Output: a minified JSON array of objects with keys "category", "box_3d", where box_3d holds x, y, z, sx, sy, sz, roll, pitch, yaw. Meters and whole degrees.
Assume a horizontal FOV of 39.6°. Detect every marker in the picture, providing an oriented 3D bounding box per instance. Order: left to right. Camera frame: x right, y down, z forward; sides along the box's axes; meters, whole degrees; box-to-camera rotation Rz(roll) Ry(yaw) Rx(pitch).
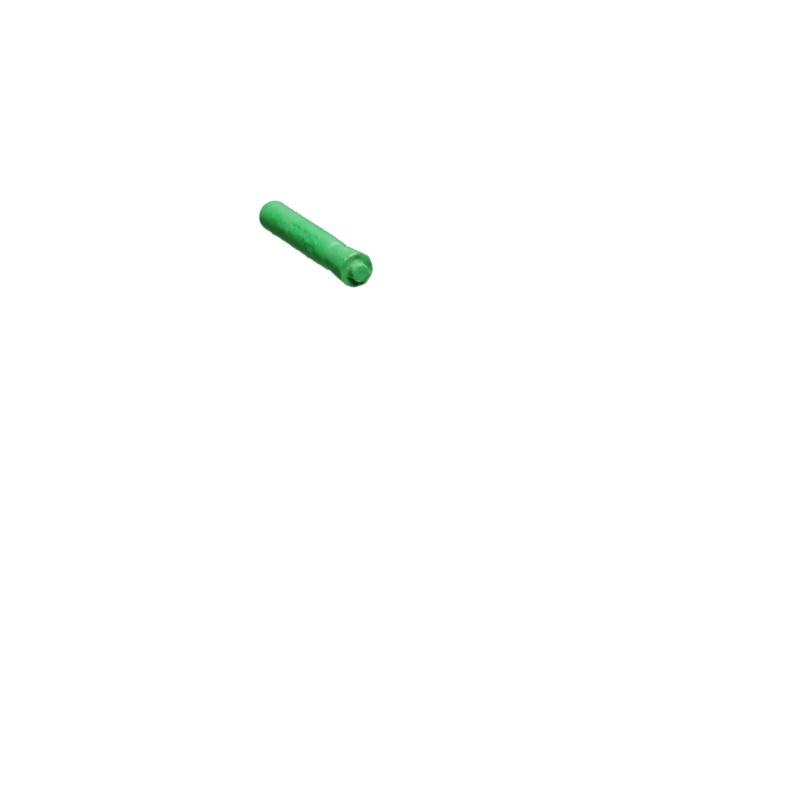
[{"category":"marker","box_3d":[-0.048,-0.088,0.615,0.019,0.019,0.129,-2,22,-27]}]
